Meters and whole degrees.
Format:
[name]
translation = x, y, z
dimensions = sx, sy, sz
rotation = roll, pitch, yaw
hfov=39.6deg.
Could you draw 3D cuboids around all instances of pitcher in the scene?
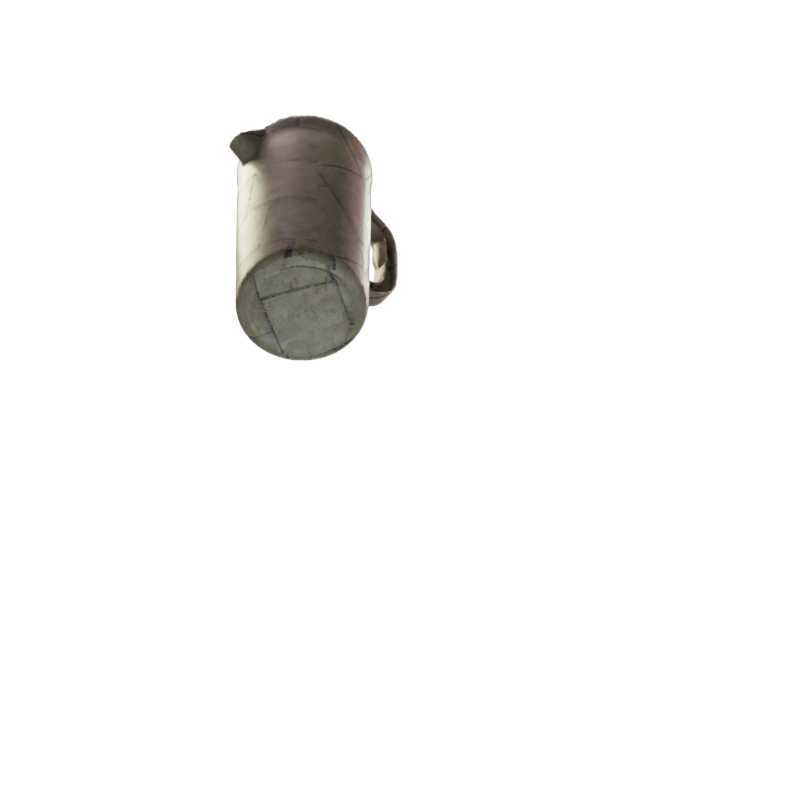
[pitcher]
translation = -0.078, -0.142, 0.994
dimensions = 0.149, 0.135, 0.260
rotation = -6, 36, 1
